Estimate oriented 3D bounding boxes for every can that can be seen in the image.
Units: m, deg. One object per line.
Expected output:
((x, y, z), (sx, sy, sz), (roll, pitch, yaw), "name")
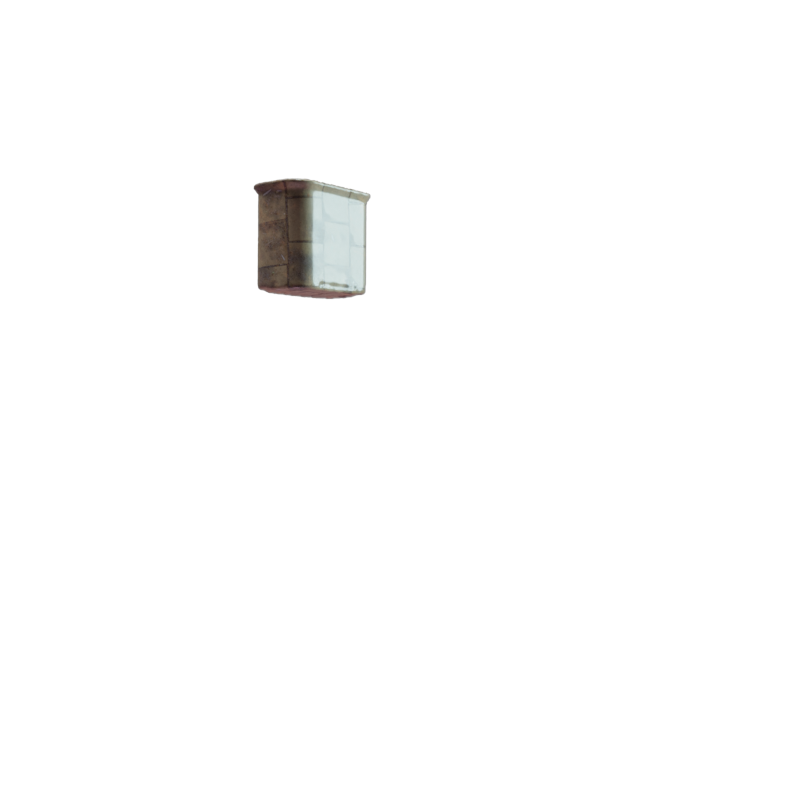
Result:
((-0.069, -0.126, 0.881), (0.059, 0.085, 0.097), (-4, -5, 37), "can")
